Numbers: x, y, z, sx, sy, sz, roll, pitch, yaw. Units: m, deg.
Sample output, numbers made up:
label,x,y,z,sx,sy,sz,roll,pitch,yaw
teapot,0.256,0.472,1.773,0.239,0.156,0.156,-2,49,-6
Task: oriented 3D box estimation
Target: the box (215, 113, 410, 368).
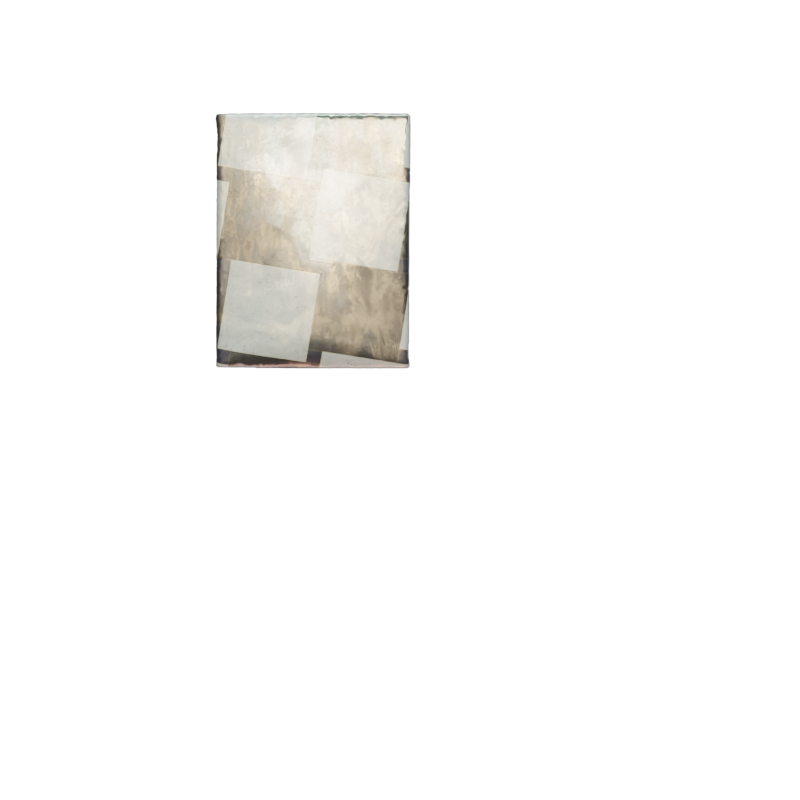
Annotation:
label,x,y,z,sx,sy,sz,roll,pitch,yaw
box,-0.075,-0.136,0.952,0.164,0.214,0.072,0,0,-1
